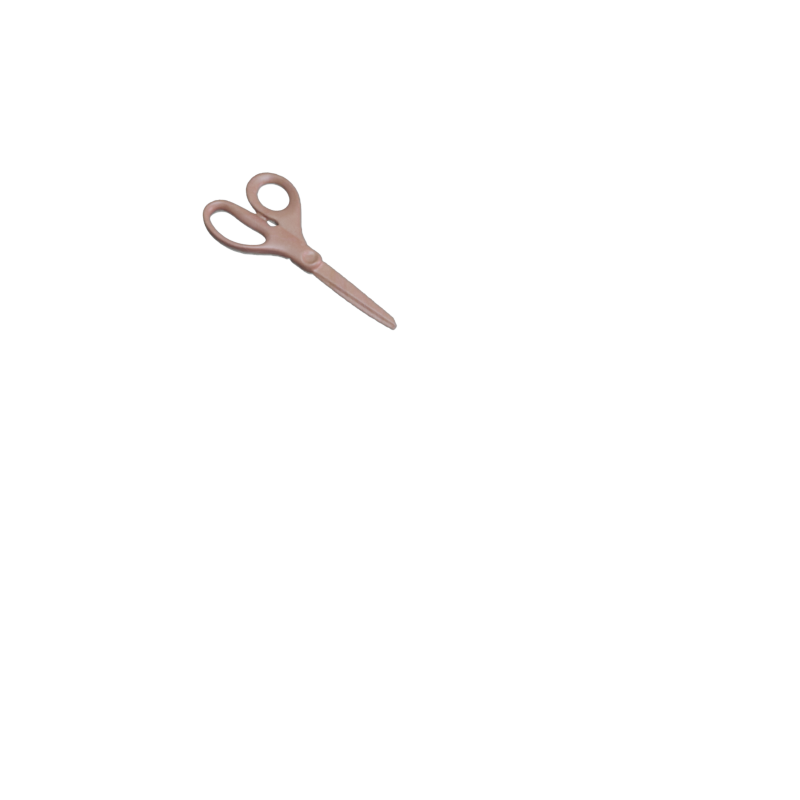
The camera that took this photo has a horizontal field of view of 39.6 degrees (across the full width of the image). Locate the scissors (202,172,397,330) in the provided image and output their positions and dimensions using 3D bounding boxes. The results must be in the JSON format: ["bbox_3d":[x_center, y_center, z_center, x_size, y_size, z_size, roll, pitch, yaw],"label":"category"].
[{"bbox_3d":[-0.076,-0.138,0.967,0.208,0.099,0.015,24,-29,14],"label":"scissors"}]
